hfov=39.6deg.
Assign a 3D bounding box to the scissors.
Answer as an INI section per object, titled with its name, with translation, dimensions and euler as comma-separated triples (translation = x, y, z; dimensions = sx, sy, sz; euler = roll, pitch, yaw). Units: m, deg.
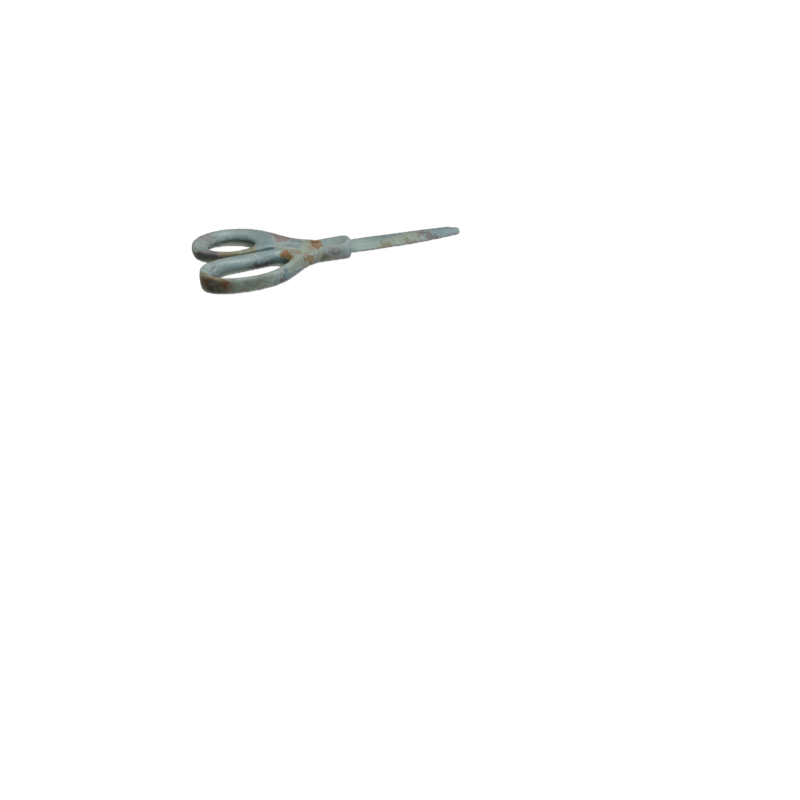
[scissors]
translation = -0.063, -0.115, 0.807
dimensions = 0.199, 0.015, 0.103
euler = -21, 36, -32
